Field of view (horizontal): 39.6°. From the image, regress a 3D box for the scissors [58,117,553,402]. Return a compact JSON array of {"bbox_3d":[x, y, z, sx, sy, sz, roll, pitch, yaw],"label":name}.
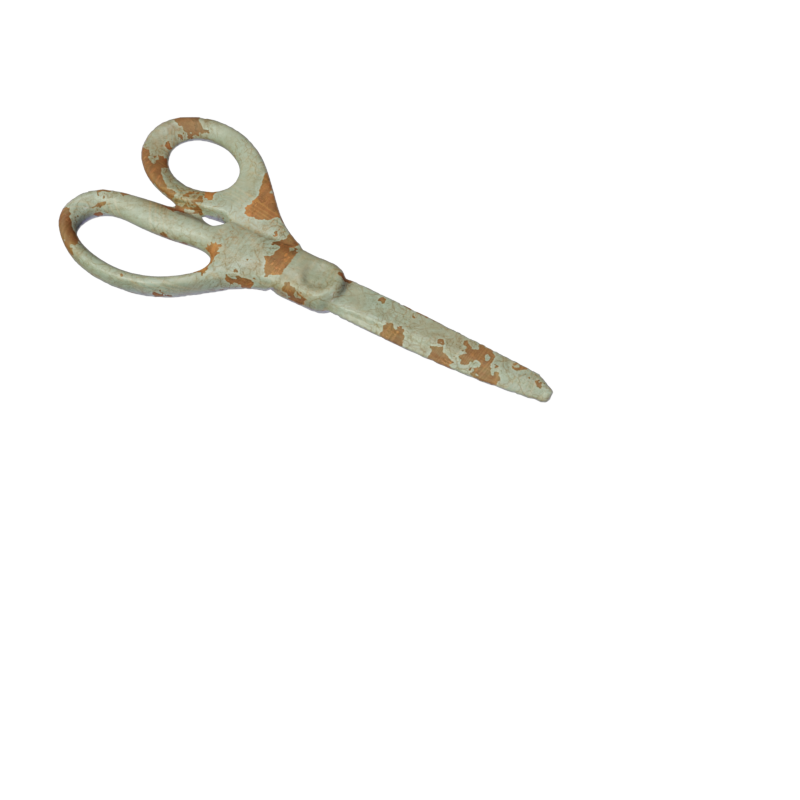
[{"bbox_3d":[-0.035,-0.063,0.443,0.204,0.101,0.015,12,-31,7],"label":"scissors"}]
